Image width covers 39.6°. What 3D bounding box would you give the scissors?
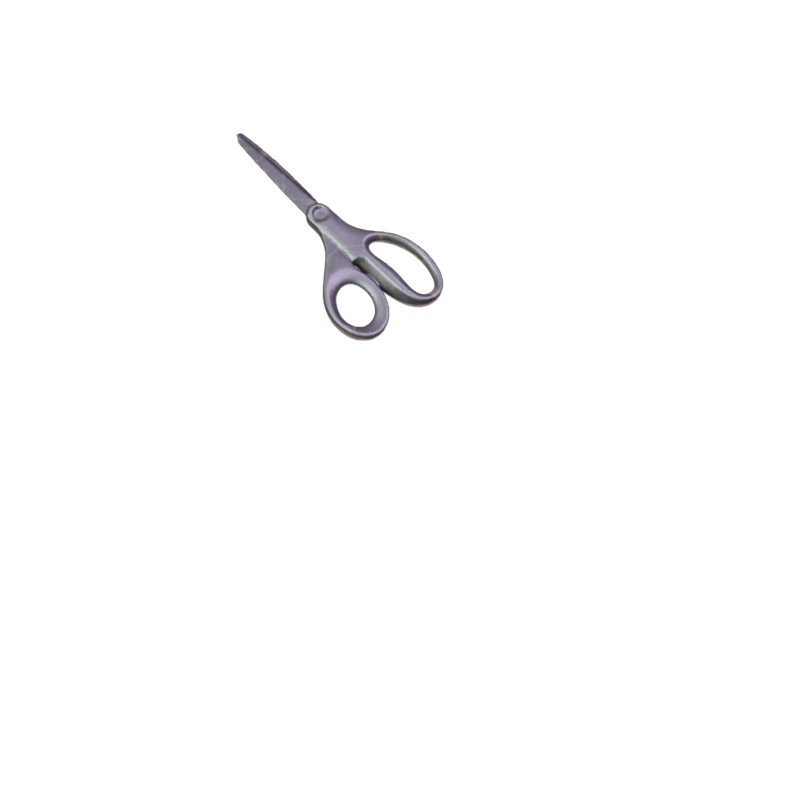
[{"bbox_3d":[-0.065,-0.118,0.825,0.208,0.098,0.015,31,-21,13],"label":"scissors"}]
